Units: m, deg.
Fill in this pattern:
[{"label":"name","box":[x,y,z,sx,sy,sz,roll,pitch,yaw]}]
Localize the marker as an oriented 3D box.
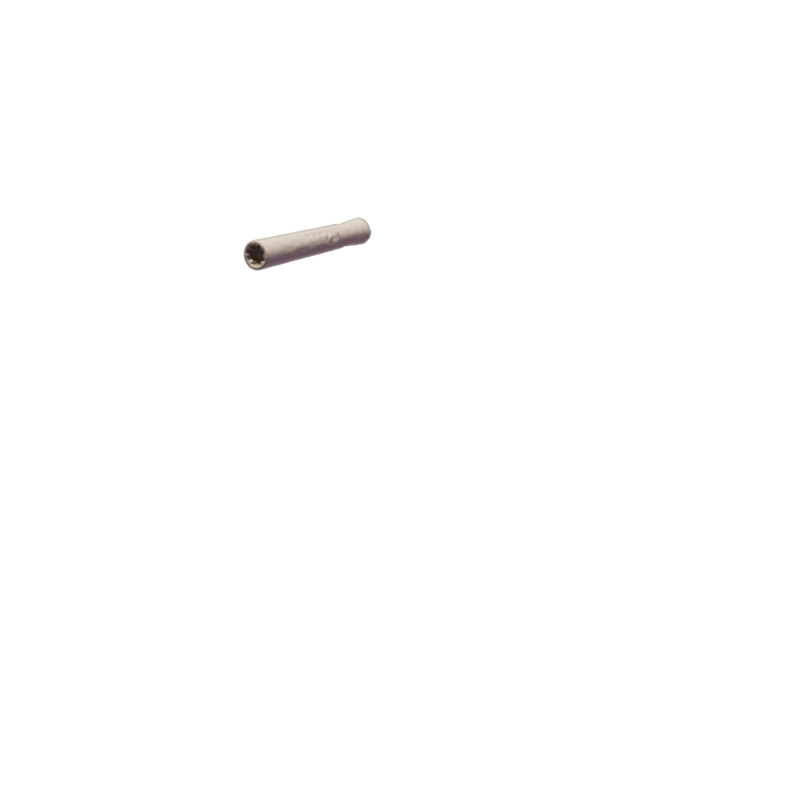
[{"label":"marker","box":[-0.056,-0.102,0.716,0.020,0.019,0.119,3,16,33]}]
